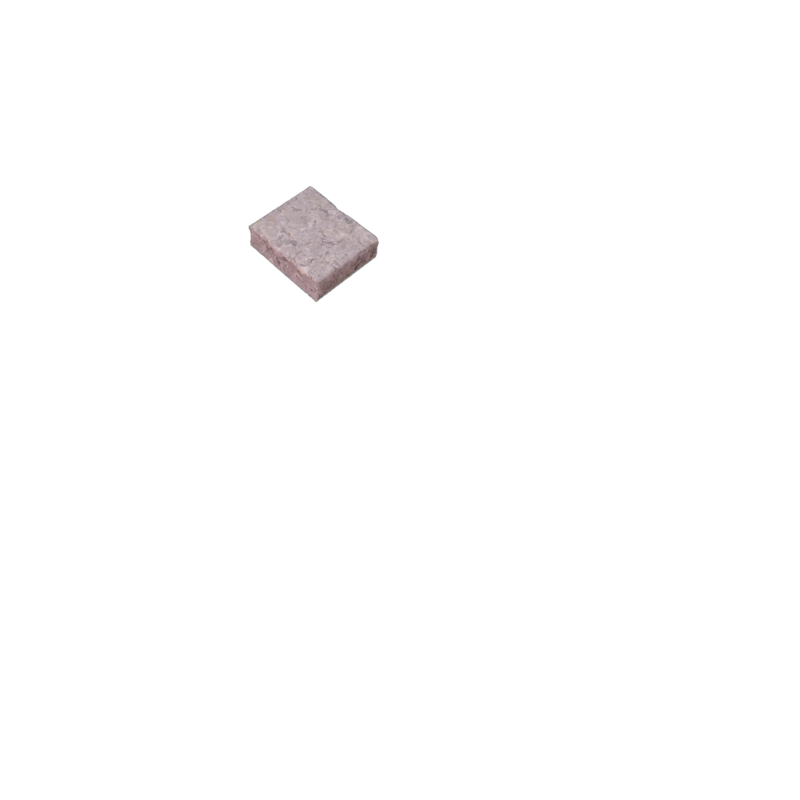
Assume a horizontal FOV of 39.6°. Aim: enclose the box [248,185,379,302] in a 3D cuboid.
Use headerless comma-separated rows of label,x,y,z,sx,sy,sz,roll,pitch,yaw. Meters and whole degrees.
box,-0.075,-0.137,0.958,0.074,0.028,0.095,-37,61,-25
